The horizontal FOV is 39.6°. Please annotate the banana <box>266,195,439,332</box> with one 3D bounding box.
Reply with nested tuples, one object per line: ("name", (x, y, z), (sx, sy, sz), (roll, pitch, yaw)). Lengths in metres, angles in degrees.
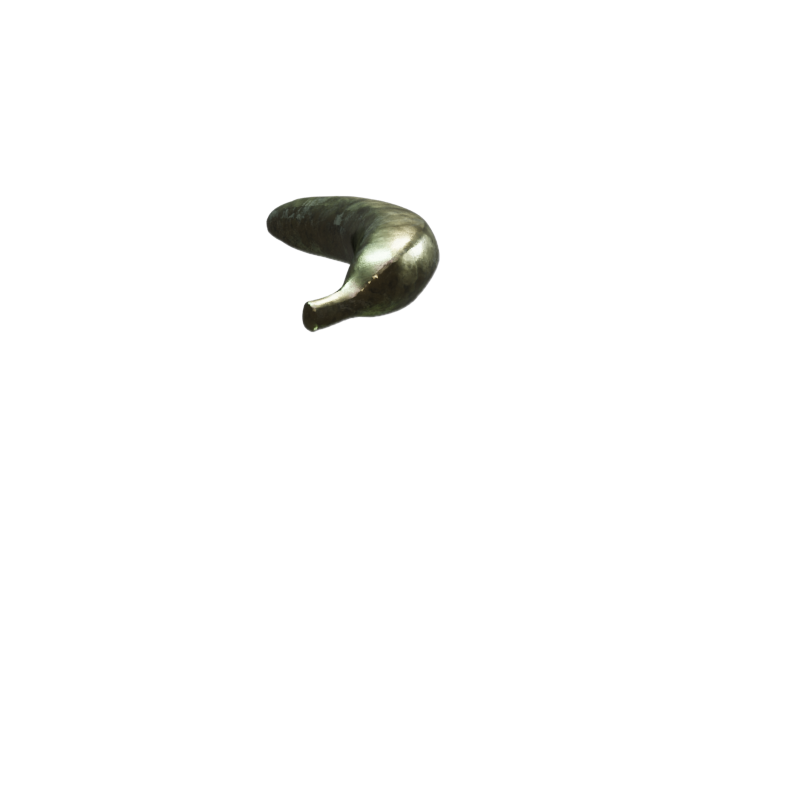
("banana", (-0.022, -0.075, 0.526), (0.069, 0.035, 0.206), (-3, 18, -10))
